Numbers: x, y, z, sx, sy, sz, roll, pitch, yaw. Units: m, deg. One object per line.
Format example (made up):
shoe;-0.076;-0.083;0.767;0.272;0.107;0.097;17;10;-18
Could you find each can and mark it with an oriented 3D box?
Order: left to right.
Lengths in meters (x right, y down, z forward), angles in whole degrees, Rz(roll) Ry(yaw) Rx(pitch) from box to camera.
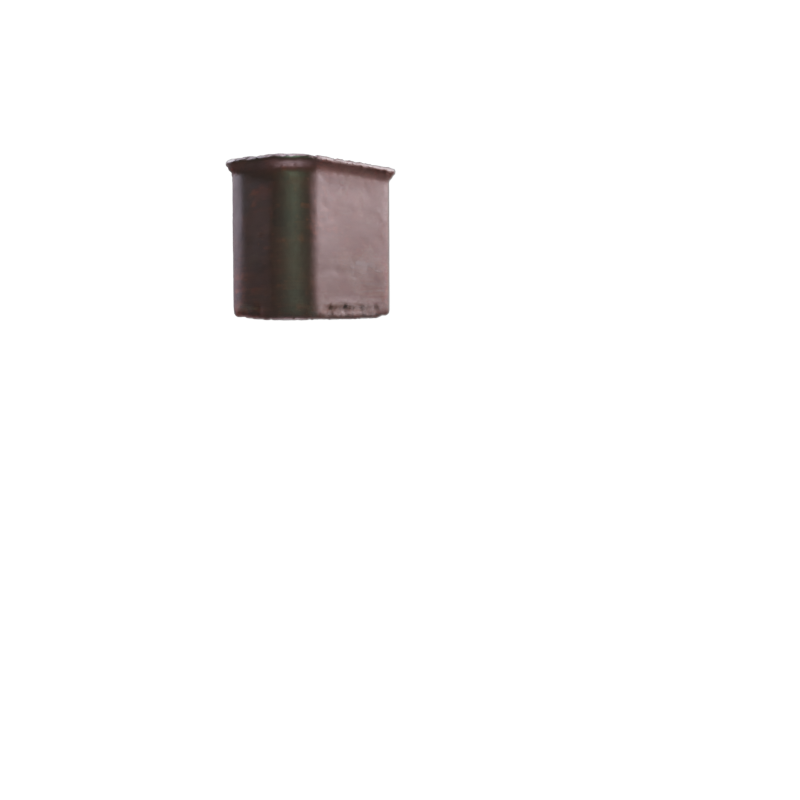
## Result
can;-0.047;-0.086;0.600;0.059;0.084;0.098;0;1;34
